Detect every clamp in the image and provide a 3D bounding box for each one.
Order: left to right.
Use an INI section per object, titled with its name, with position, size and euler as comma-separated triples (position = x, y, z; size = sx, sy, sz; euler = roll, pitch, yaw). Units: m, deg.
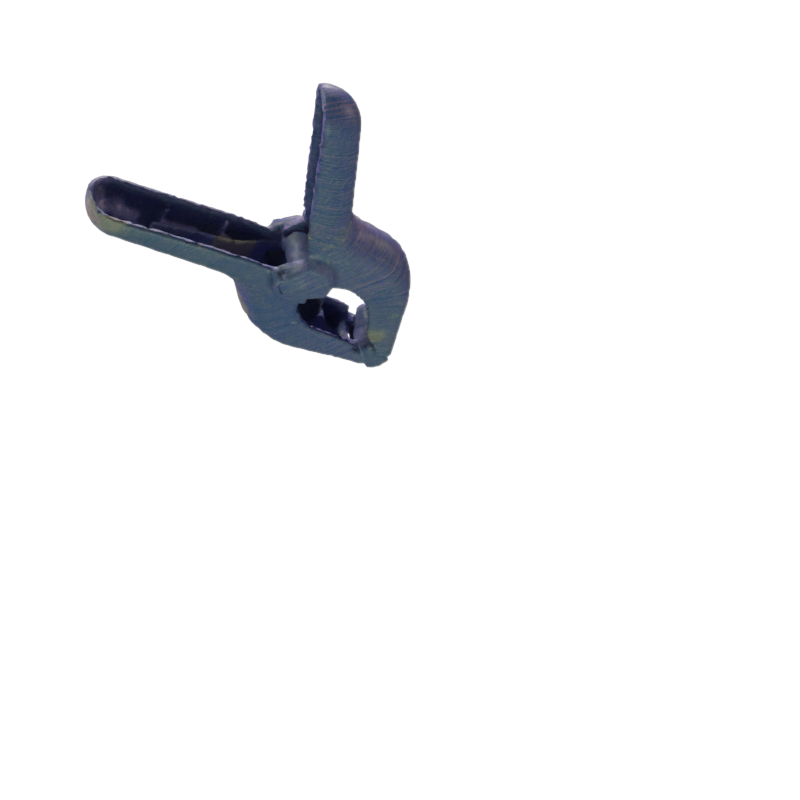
[clamp]
position = -0.038, -0.069, 0.482
size = 0.121, 0.042, 0.159
euler = -18, -32, 30
